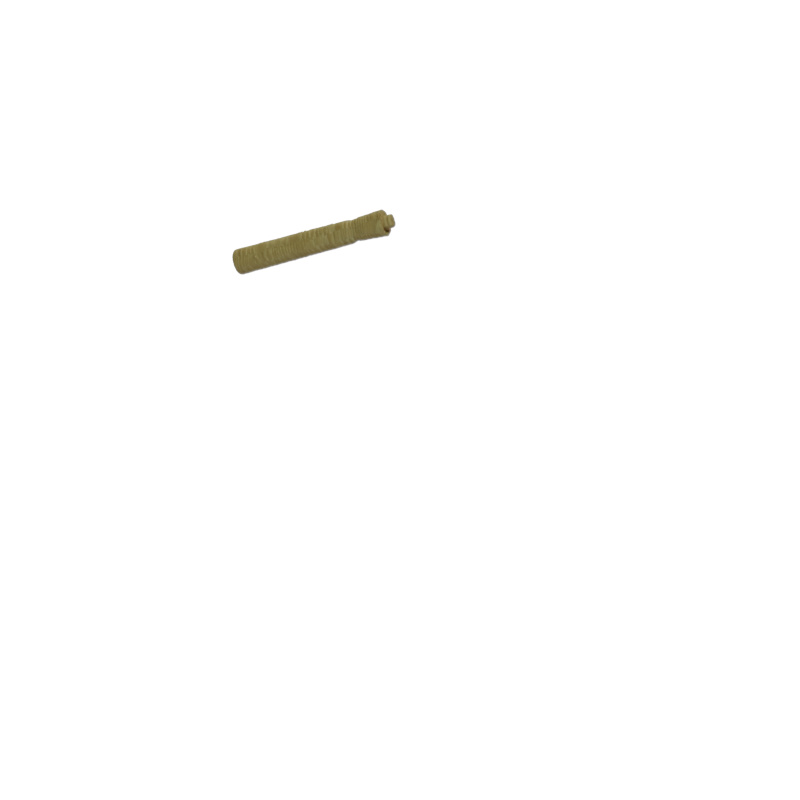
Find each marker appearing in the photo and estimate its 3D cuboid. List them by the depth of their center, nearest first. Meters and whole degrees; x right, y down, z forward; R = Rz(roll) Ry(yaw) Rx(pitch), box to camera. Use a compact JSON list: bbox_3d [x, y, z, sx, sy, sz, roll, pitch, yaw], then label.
[{"bbox_3d":[-0.061,-0.111,0.775,0.123,0.020,0.019,-12,-1,22],"label":"marker"}]
